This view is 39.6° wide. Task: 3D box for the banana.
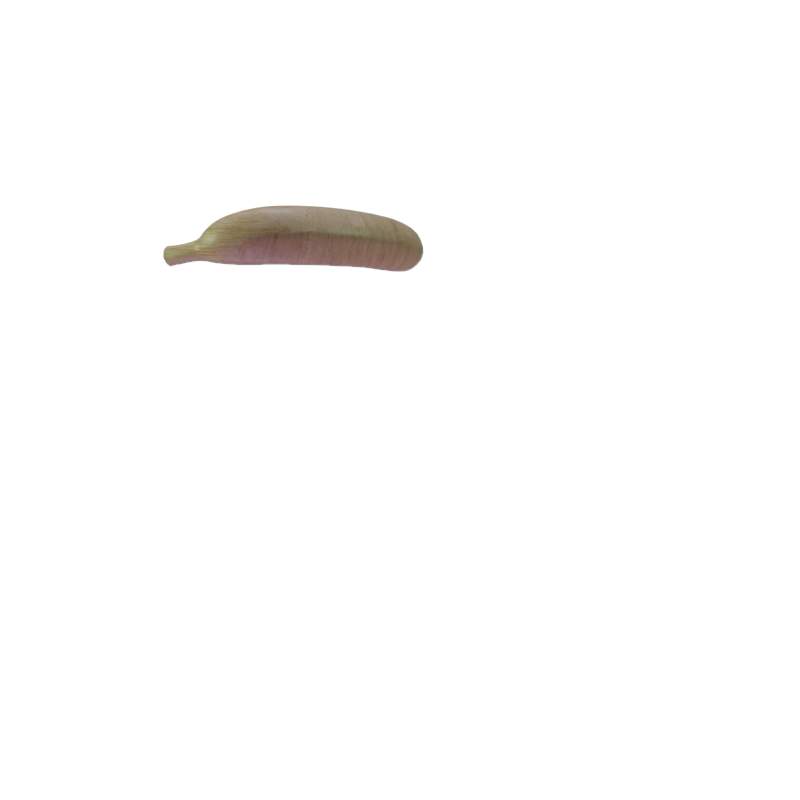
[{"bbox_3d":[-0.047,-0.101,0.697,0.190,0.037,0.072,-3,3,-37],"label":"banana"}]
